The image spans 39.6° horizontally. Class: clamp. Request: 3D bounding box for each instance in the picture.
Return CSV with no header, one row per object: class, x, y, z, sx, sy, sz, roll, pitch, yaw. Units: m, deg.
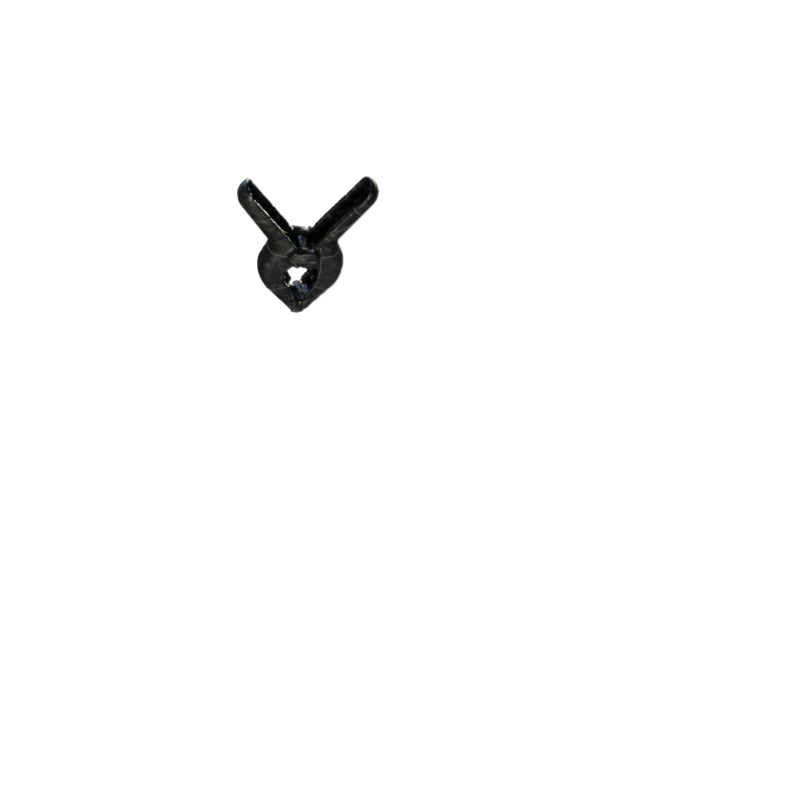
clamp,-0.078,-0.142,0.994,0.120,0.042,0.160,-1,-33,1
